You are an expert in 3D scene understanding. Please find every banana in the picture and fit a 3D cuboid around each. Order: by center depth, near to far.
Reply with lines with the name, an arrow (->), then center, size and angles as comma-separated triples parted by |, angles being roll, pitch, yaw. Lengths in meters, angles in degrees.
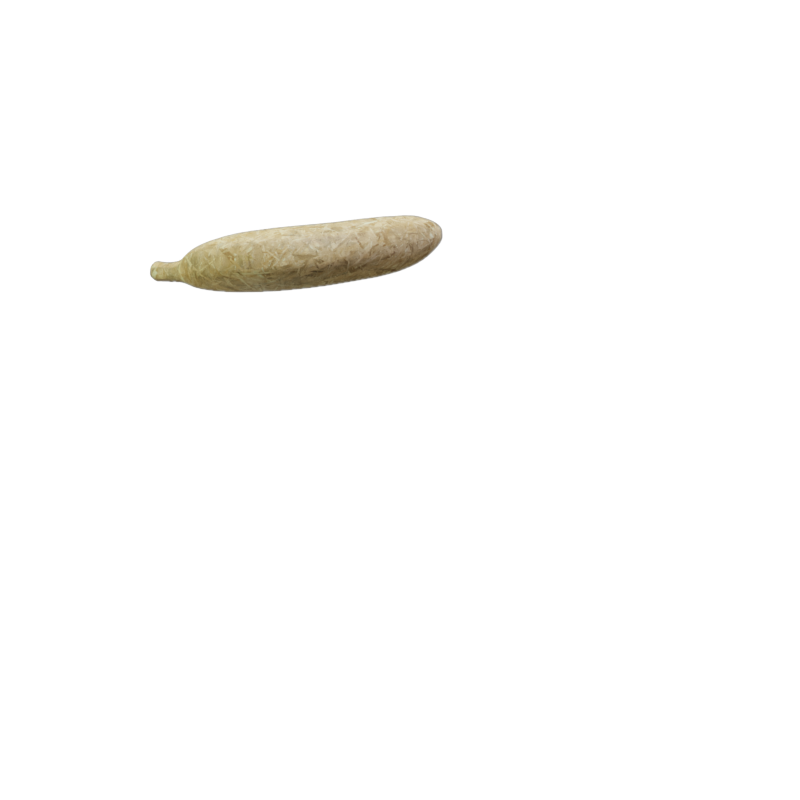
banana -> -0.050, -0.093, 0.680 | 0.193, 0.035, 0.074 | -9, 22, -22
